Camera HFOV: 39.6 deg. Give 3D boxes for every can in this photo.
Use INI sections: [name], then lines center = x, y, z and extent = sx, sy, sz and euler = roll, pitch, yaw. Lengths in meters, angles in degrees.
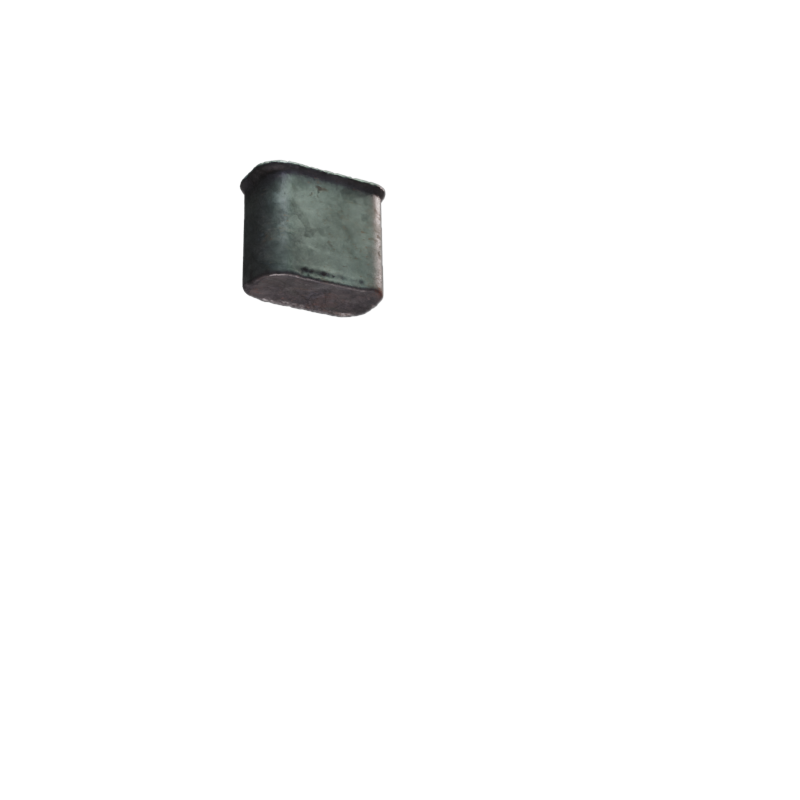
[can]
center = -0.060, -0.110, 0.768
extent = 0.098, 0.088, 0.057
euler = 11, -25, -28
